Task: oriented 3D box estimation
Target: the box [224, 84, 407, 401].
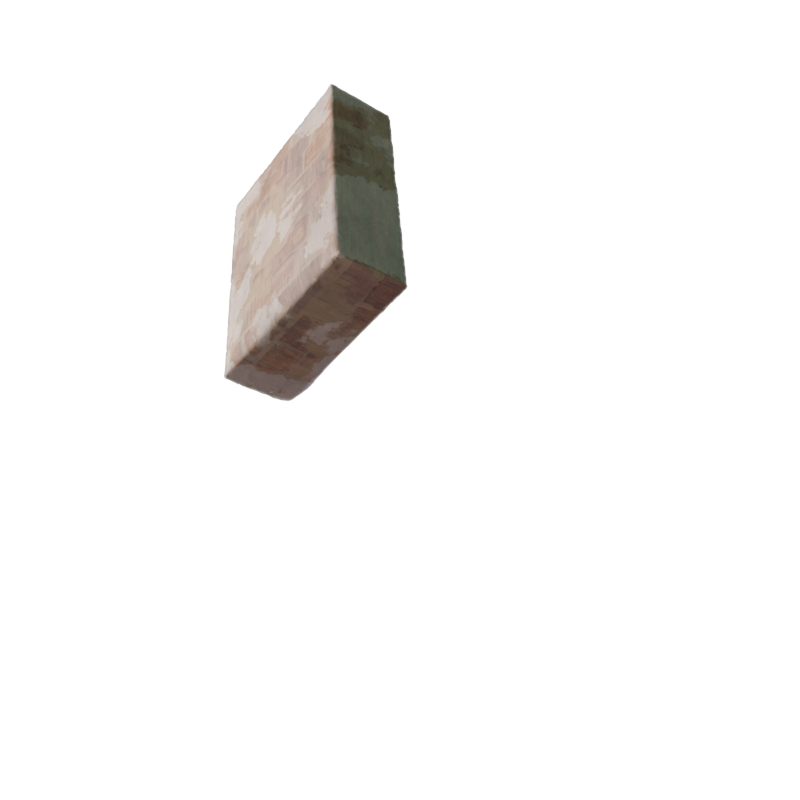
[{"bbox_3d":[-0.072,-0.131,0.916,0.068,0.230,0.160,25,-50,-27],"label":"box"}]
